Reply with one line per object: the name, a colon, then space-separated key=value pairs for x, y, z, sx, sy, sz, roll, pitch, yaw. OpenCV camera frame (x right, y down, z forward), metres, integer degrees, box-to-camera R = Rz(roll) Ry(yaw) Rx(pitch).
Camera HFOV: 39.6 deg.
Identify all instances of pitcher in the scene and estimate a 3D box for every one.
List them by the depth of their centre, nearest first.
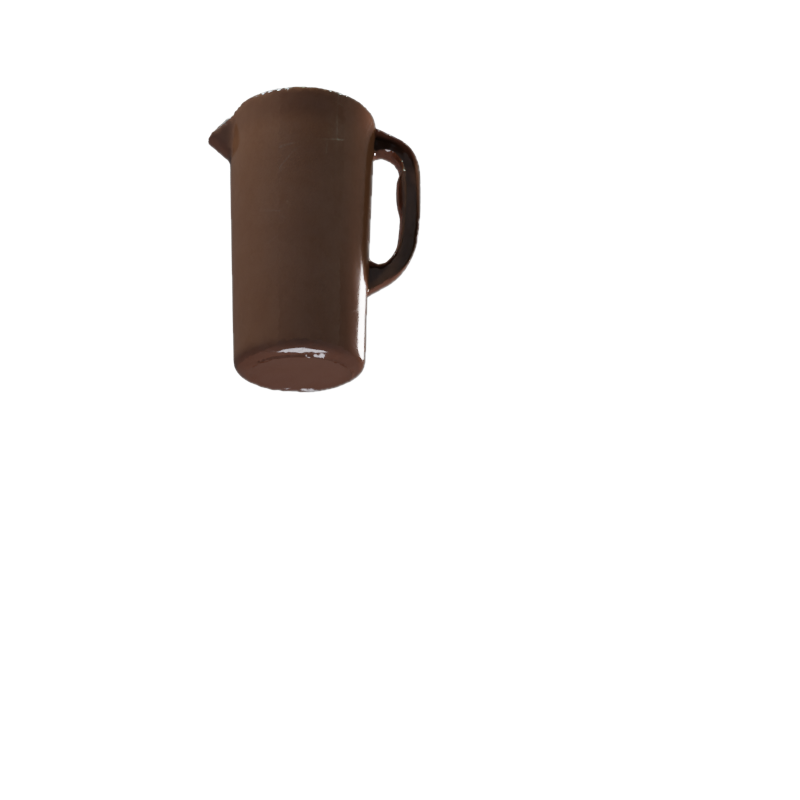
pitcher: x=-0.075 y=-0.136 z=0.953 sx=0.151 sy=0.257 sz=0.135 roll=-16 pitch=-27 yaw=31
